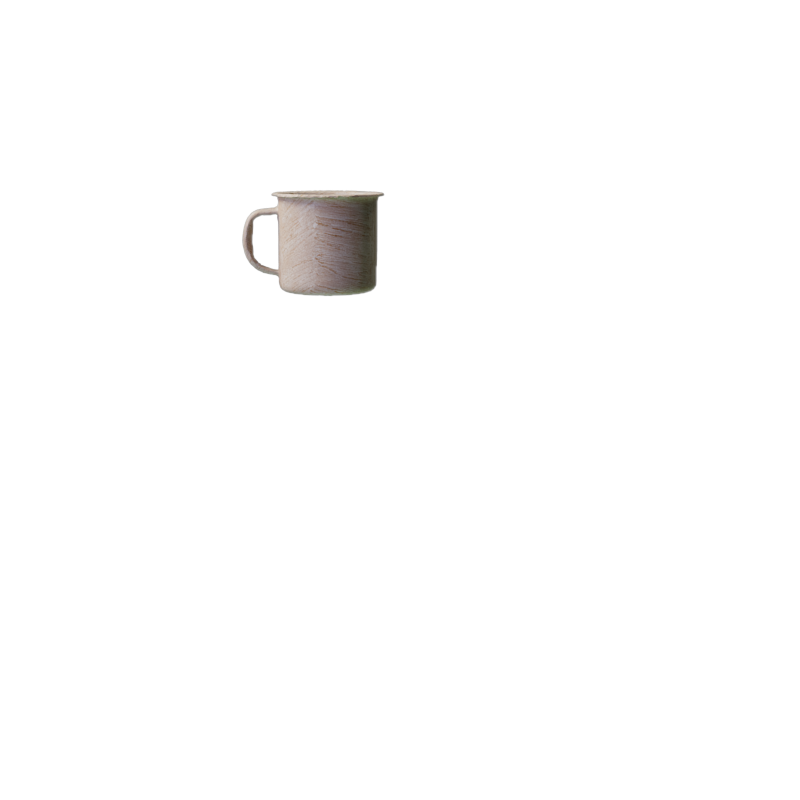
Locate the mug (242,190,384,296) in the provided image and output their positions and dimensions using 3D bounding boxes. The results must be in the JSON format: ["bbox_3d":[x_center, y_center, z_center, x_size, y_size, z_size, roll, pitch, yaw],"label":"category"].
[{"bbox_3d":[-0.072,-0.131,0.915,0.116,0.080,0.096,-1,10,-6],"label":"mug"}]
